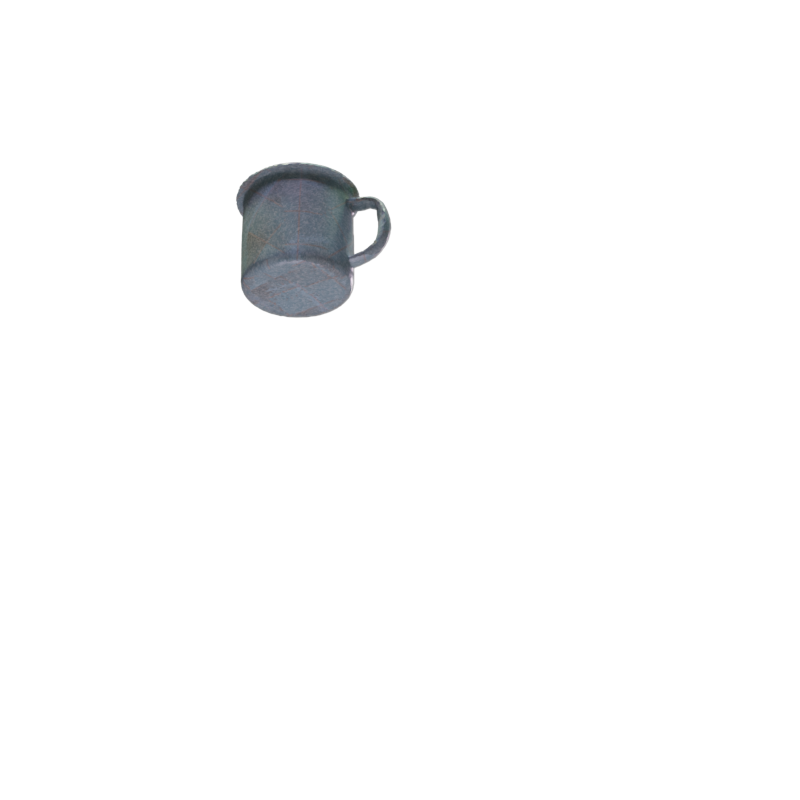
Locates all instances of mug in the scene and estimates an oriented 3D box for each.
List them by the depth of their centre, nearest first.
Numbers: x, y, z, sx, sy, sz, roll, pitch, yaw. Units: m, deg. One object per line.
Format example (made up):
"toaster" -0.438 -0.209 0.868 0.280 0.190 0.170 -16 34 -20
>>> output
"mug" -0.063 -0.115 0.806 0.118 0.087 0.086 -9 -31 14
